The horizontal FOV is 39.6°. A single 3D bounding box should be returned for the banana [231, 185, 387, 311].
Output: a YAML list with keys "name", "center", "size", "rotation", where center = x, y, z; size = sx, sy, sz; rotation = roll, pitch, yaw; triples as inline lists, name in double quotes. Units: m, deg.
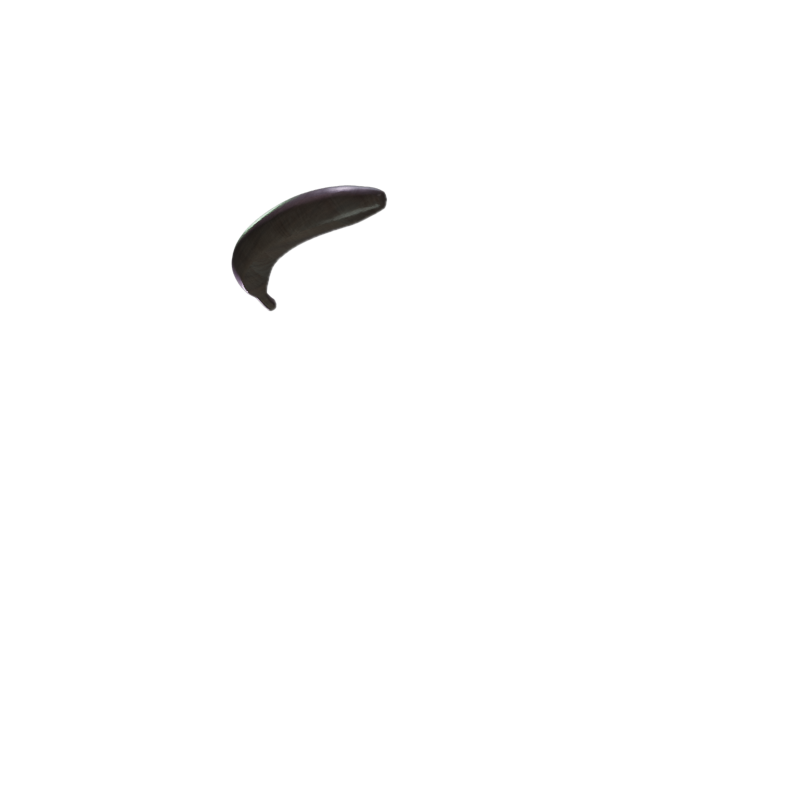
- name: "banana"
  center: [-0.090, -0.134, 0.917]
  size: [0.066, 0.039, 0.195]
  rotation: [15, -28, -30]
